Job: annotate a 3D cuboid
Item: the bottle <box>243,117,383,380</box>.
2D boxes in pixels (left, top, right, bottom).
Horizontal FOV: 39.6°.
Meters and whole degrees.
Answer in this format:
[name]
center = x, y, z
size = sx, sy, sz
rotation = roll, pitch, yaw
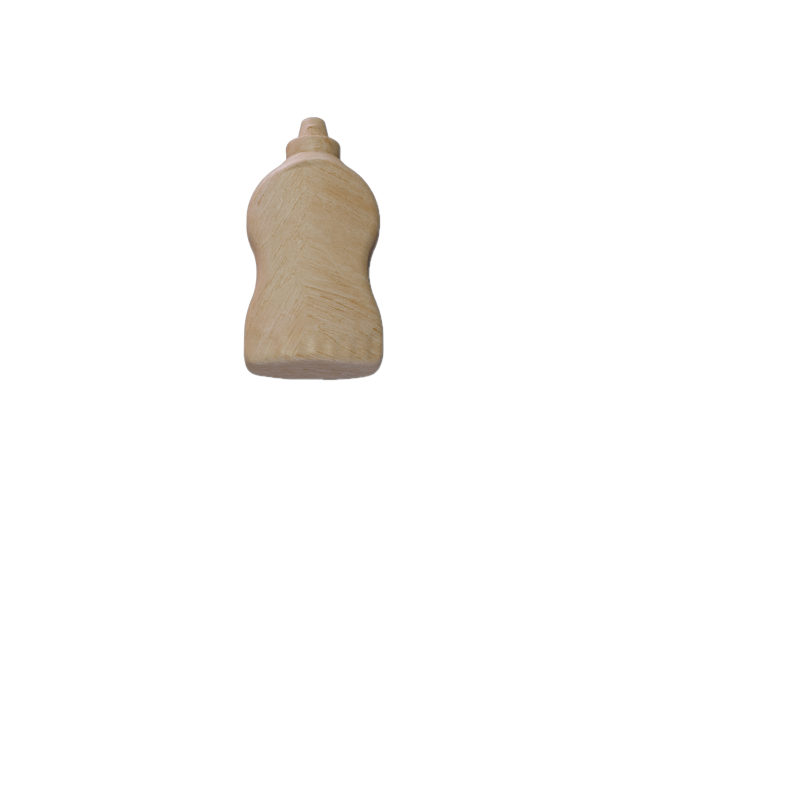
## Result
[bottle]
center = -0.062, -0.113, 0.793
size = 0.096, 0.201, 0.056
rotation = -1, -20, -2
